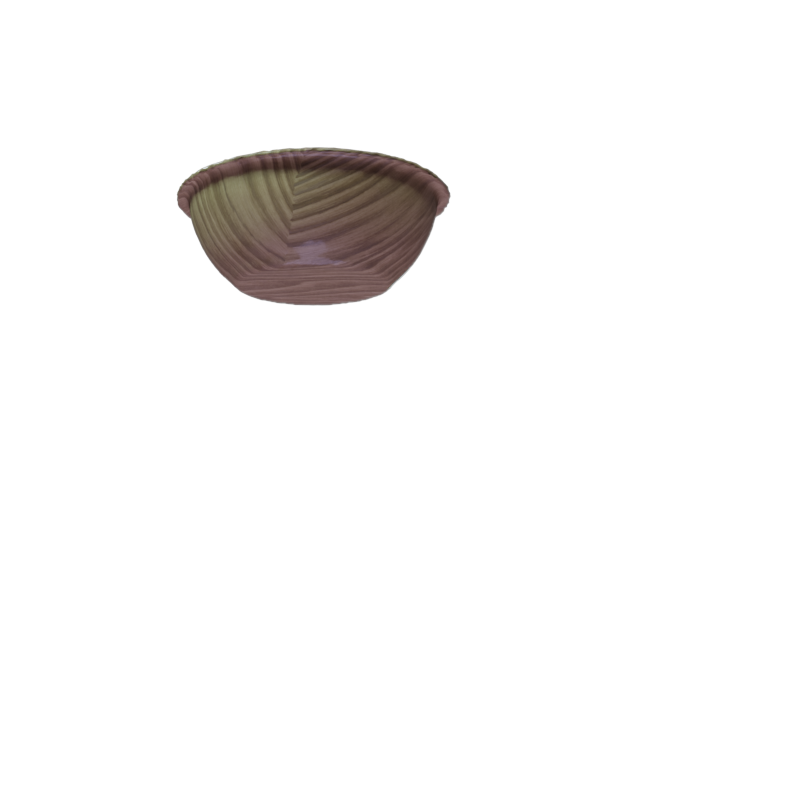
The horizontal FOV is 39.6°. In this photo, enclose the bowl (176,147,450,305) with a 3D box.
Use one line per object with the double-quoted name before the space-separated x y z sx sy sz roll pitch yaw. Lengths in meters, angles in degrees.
"bowl" -0.051 -0.093 0.651 0.162 0.057 0.157 0 -11 -2
